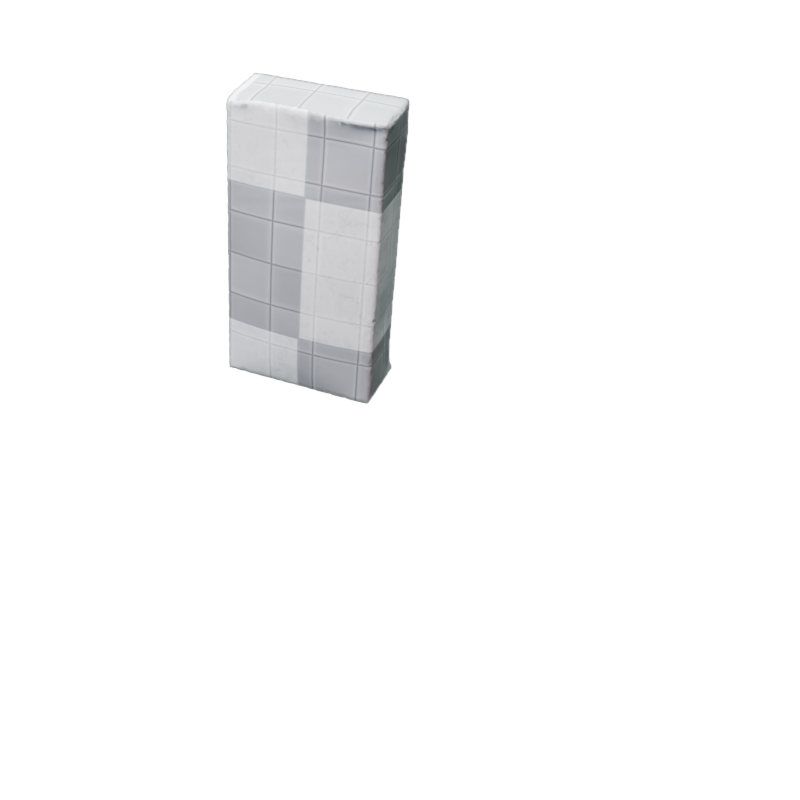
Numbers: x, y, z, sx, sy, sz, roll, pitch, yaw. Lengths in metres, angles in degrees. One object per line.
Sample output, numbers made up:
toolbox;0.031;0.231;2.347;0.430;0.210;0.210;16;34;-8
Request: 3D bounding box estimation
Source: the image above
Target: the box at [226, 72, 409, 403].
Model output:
box;-0.049;-0.089;0.624;0.096;0.165;0.050;14;36;16
